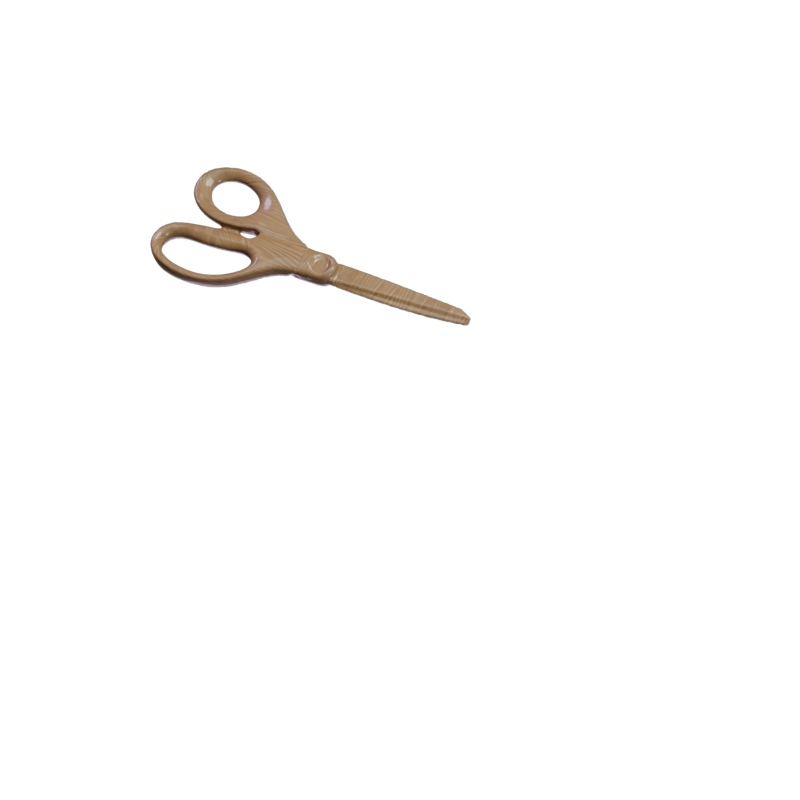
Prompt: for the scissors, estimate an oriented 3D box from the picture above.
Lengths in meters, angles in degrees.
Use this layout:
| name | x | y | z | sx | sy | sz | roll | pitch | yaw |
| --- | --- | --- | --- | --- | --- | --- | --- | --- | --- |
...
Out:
| name | x | y | z | sx | sy | sz | roll | pitch | yaw |
| --- | --- | --- | --- | --- | --- | --- | --- | --- | --- |
| scissors | -0.055 | -0.100 | 0.699 | 0.203 | 0.102 | 0.015 | 6 | -30 | 3 |
